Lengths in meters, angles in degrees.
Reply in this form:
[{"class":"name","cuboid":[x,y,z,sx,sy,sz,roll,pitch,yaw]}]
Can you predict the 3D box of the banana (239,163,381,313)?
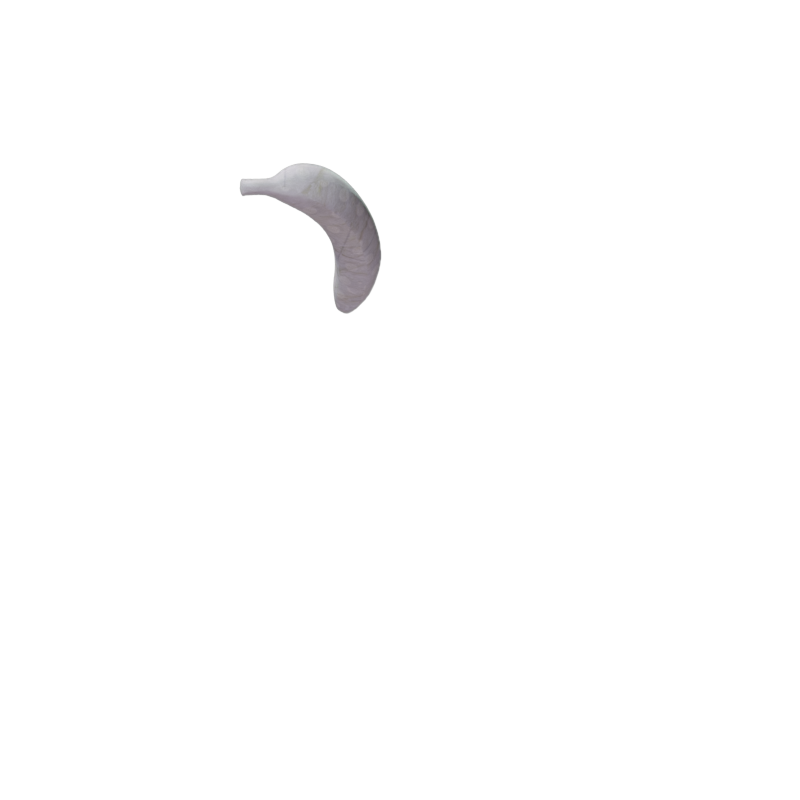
[{"class":"banana","cuboid":[-0.052,-0.129,0.858,0.070,0.039,0.183,-12,-32,18]}]
